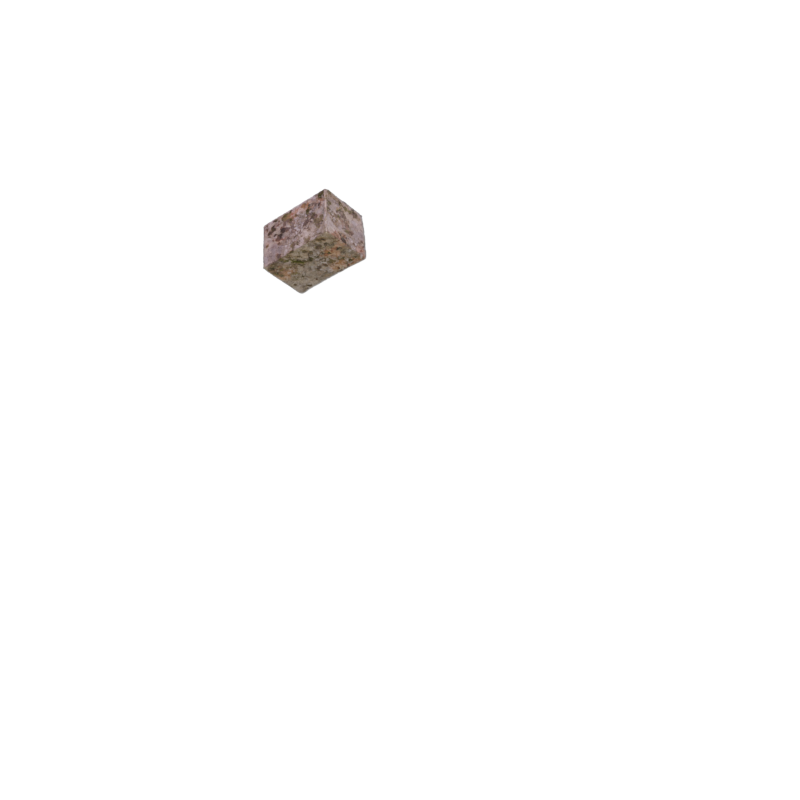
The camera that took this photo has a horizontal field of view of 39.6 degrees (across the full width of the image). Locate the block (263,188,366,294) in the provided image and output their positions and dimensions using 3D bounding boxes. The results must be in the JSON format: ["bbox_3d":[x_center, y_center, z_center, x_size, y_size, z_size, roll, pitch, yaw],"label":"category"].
[{"bbox_3d":[-0.076,-0.139,0.976,0.078,0.055,0.049,-25,-42,31],"label":"block"}]
